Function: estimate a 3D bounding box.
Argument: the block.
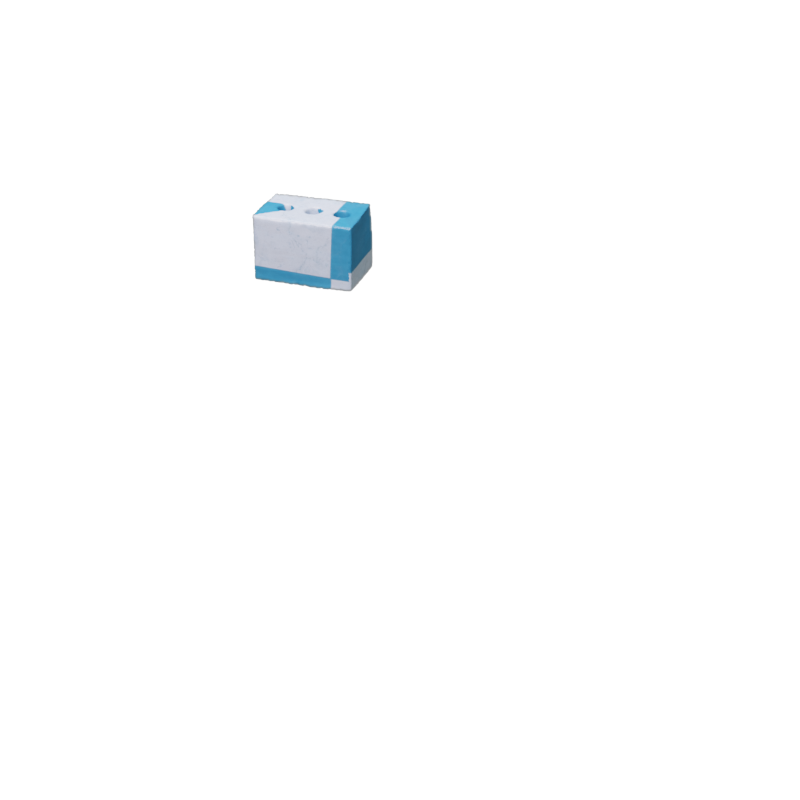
[{"bbox_3d":[-0.064,-0.117,0.822,0.080,0.049,0.054,8,27,15],"label":"block"}]
